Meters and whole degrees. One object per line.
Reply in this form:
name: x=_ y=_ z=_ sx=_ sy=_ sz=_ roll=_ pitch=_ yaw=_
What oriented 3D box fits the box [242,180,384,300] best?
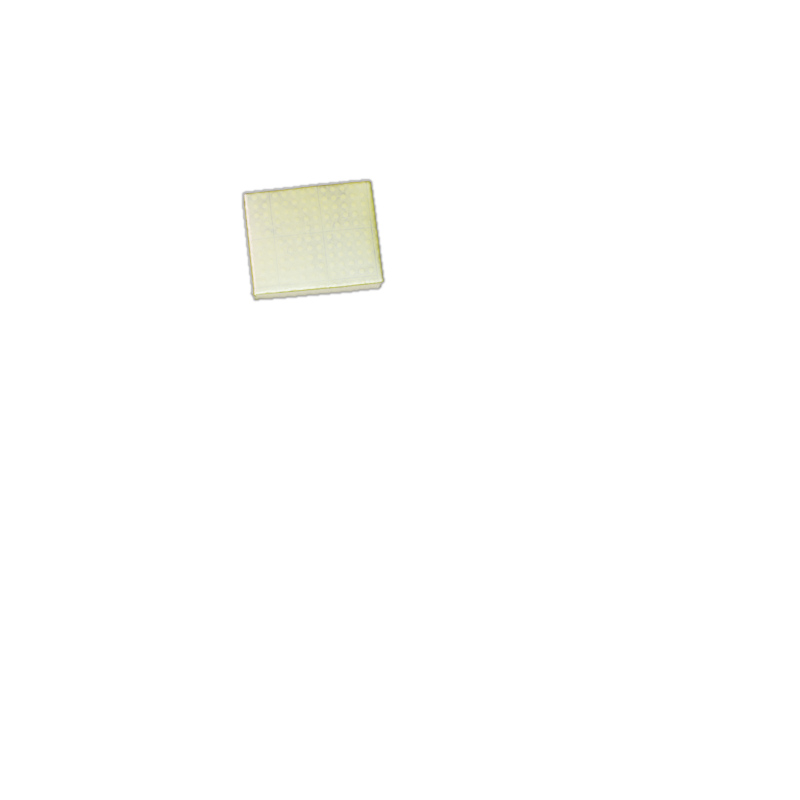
box: x=-0.074 y=-0.135 z=0.946 sx=0.113 sy=0.093 sz=0.038 roll=-7 pitch=-13 yaw=-2
